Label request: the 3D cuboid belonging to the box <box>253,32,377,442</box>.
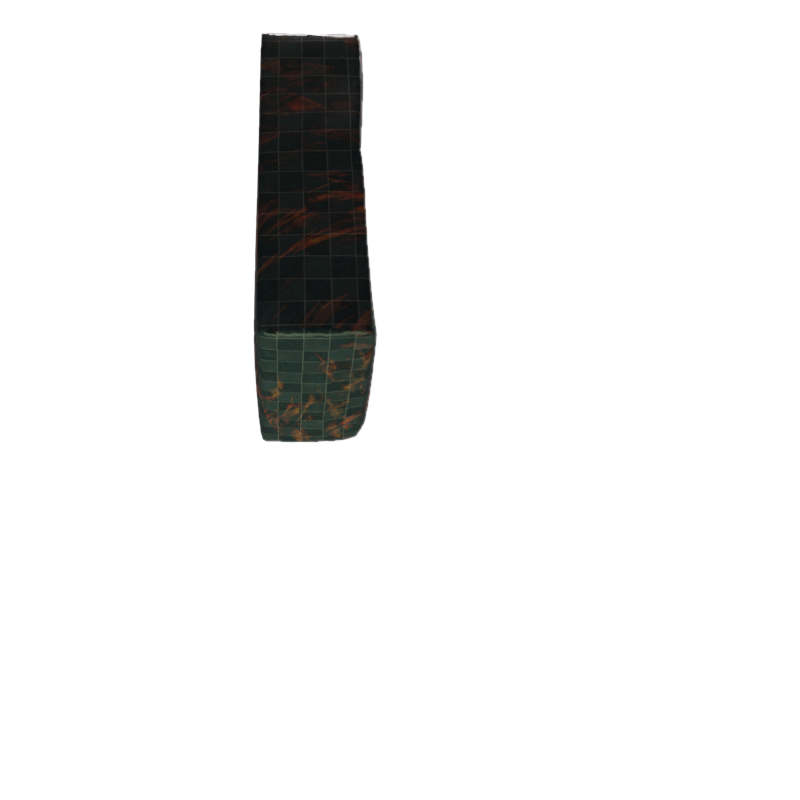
[{"bbox_3d":[-0.056,-0.102,0.711,0.071,0.227,0.155,0,-28,-5],"label":"box"}]
